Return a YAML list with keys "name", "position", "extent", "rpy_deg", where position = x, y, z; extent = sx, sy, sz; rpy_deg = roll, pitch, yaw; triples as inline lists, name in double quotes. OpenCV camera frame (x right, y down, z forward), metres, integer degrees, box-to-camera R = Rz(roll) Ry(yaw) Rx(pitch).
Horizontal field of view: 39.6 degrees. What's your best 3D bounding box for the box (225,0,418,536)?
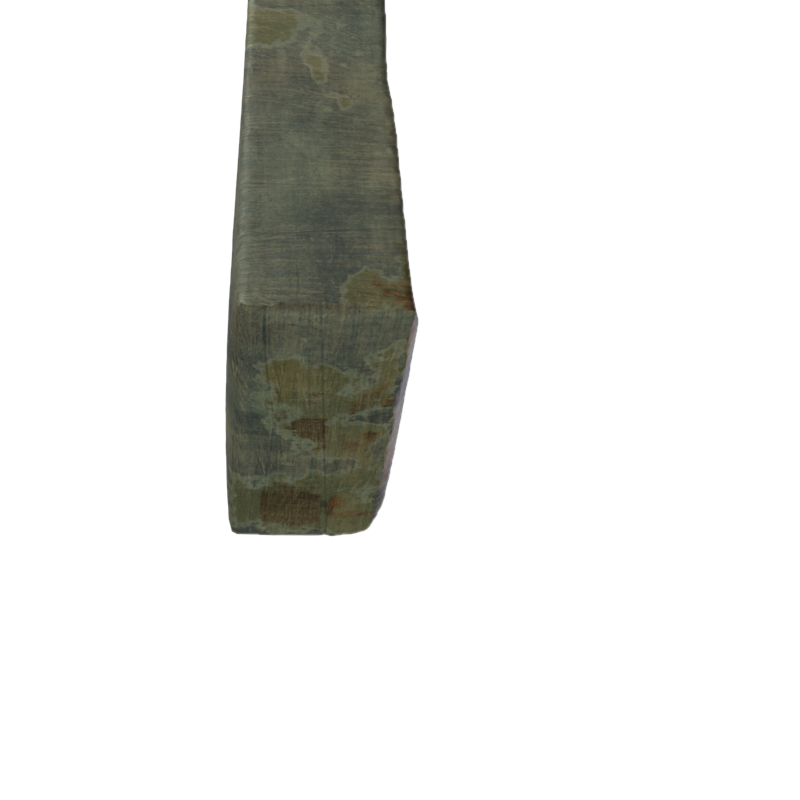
- name: "box"
  position: [-0.040, -0.072, 0.506]
  extent: [0.071, 0.229, 0.154]
  rpy_deg: [2, -39, -7]
